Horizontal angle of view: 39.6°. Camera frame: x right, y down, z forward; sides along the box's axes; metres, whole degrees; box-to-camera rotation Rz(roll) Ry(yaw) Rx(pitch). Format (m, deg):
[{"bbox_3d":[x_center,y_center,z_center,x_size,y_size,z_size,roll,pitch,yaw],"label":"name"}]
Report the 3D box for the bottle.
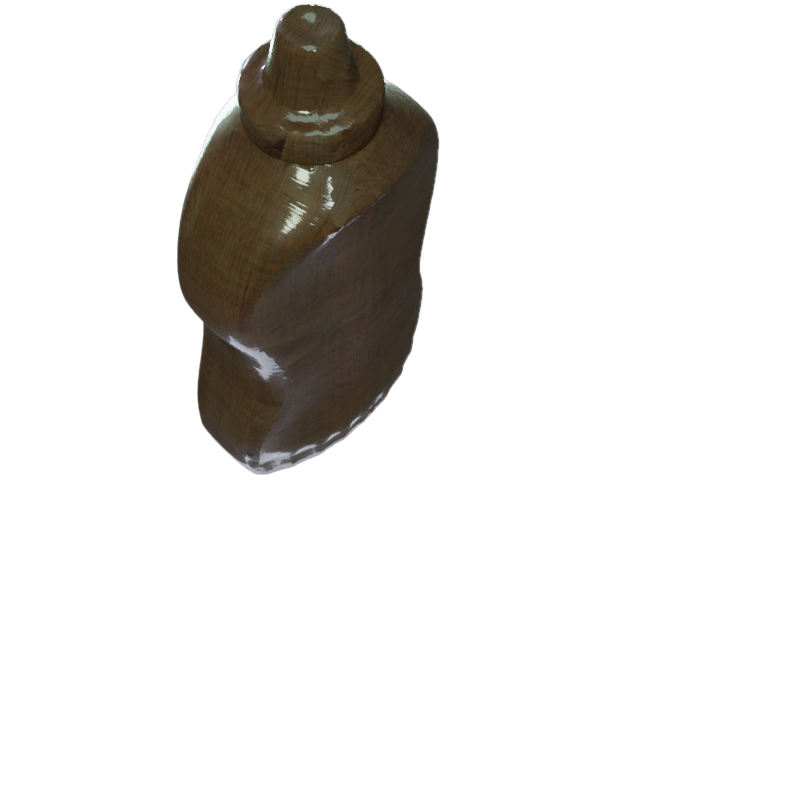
[{"bbox_3d":[-0.029,-0.052,0.362,0.097,0.061,0.180,-42,-19,-23],"label":"bottle"}]
